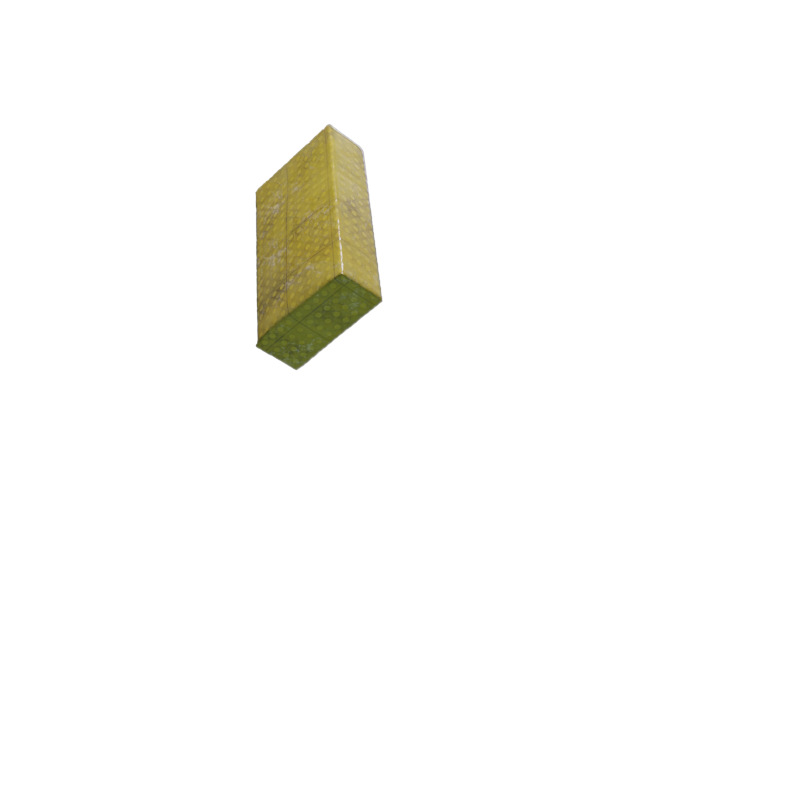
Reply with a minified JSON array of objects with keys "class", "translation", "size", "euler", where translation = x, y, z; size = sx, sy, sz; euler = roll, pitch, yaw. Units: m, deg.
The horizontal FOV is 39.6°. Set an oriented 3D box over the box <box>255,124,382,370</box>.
[{"class":"box","translation":[-0.064,-0.118,0.824],"size":[0.045,0.189,0.092],"euler":[34,-57,-31]}]
